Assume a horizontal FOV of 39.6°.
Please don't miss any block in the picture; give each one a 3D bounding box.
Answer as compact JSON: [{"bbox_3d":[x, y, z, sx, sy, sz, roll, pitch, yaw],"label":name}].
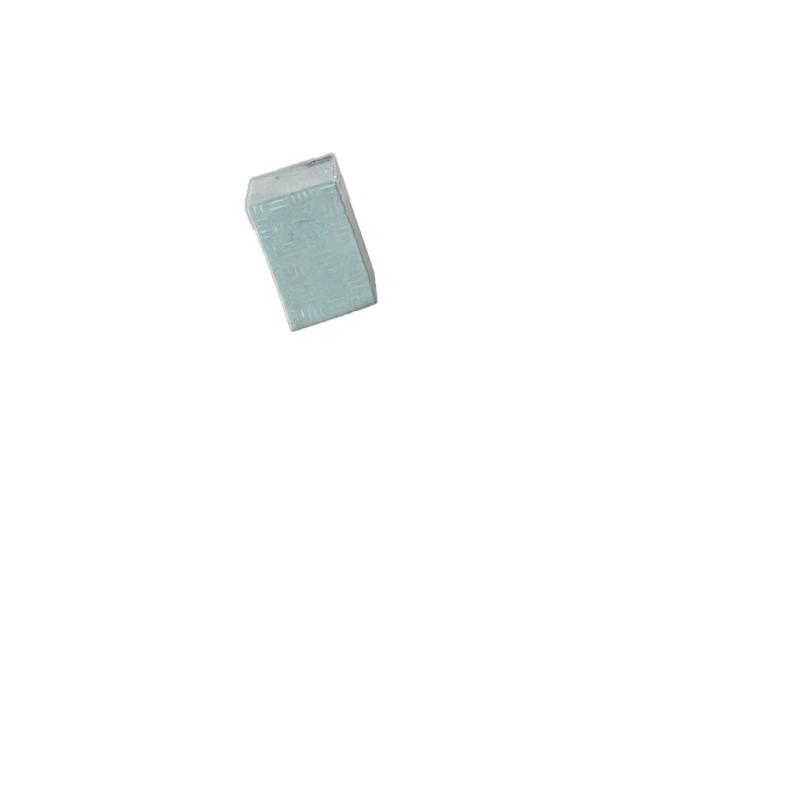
[{"bbox_3d":[-0.049,-0.089,0.621,0.053,0.074,0.054,-16,22,5],"label":"block"}]
